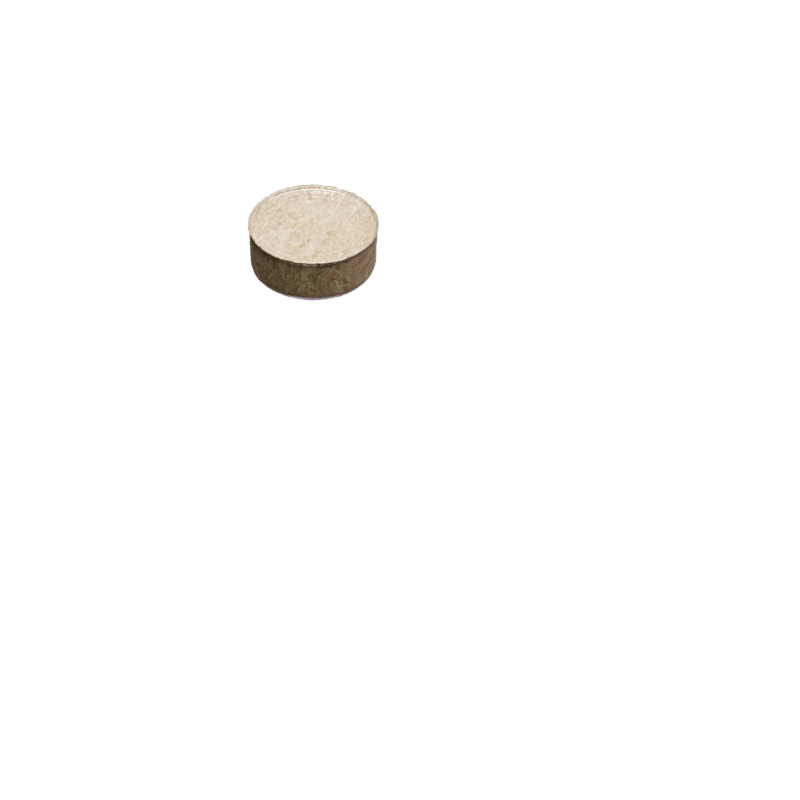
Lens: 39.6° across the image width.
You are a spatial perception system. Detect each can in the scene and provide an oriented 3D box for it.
[{"bbox_3d":[-0.058,-0.105,0.735,0.086,0.031,0.092,-1,42,-2],"label":"can"}]
